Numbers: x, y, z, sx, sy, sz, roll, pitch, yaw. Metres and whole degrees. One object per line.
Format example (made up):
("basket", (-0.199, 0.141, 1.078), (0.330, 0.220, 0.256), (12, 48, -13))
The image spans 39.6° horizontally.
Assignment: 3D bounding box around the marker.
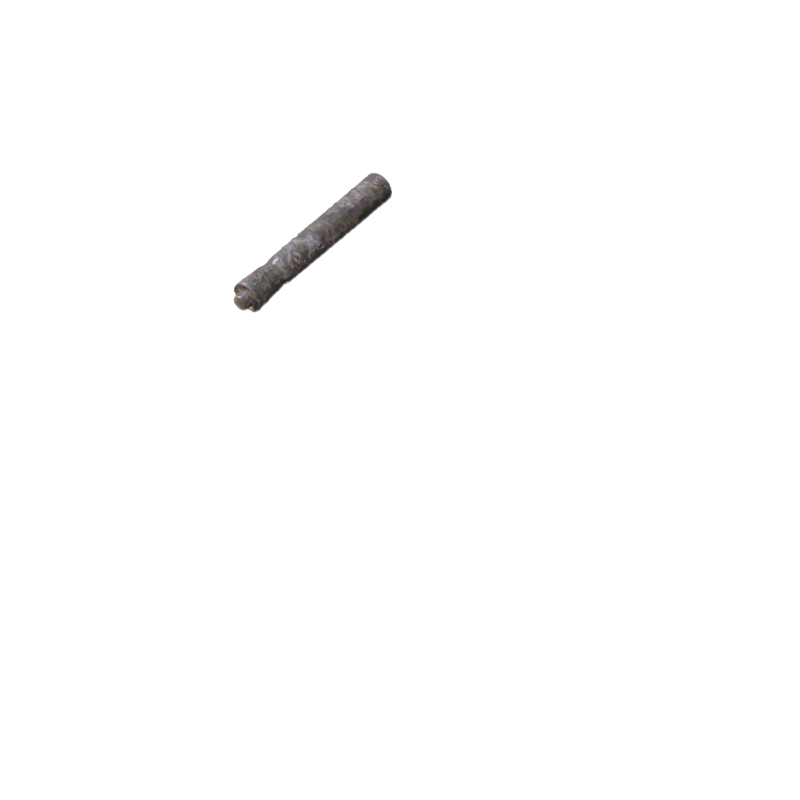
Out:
("marker", (-0.048, -0.088, 0.617), (0.021, 0.019, 0.123), (3, 40, 47))
